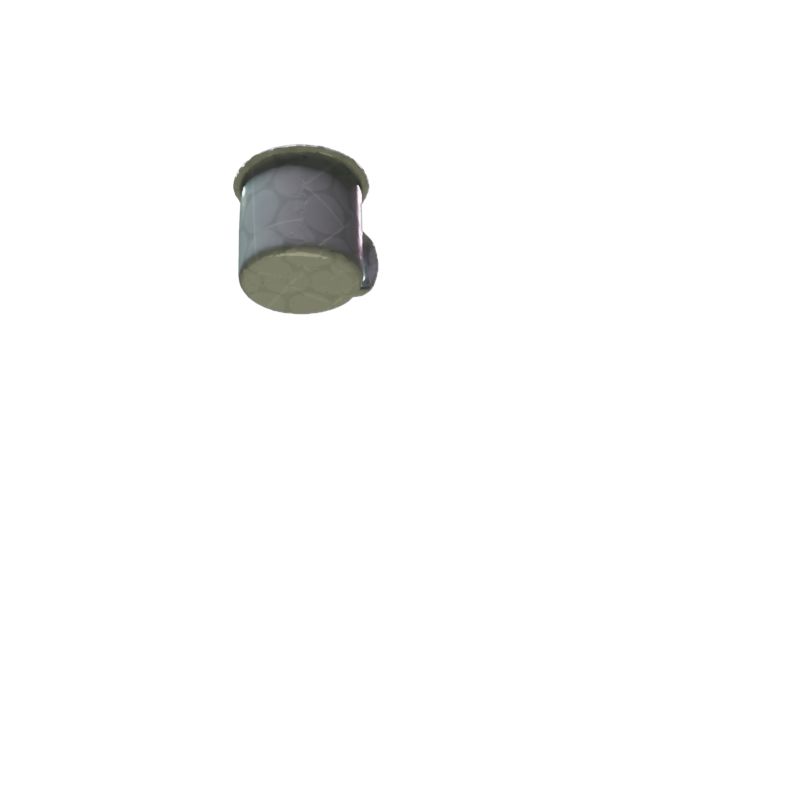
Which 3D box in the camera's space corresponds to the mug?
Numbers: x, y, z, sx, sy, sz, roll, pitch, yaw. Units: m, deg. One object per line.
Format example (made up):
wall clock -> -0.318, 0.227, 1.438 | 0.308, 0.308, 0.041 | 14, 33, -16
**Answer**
mug -> -0.058, -0.106, 0.746 | 0.093, 0.087, 0.109 | -24, -37, 35
